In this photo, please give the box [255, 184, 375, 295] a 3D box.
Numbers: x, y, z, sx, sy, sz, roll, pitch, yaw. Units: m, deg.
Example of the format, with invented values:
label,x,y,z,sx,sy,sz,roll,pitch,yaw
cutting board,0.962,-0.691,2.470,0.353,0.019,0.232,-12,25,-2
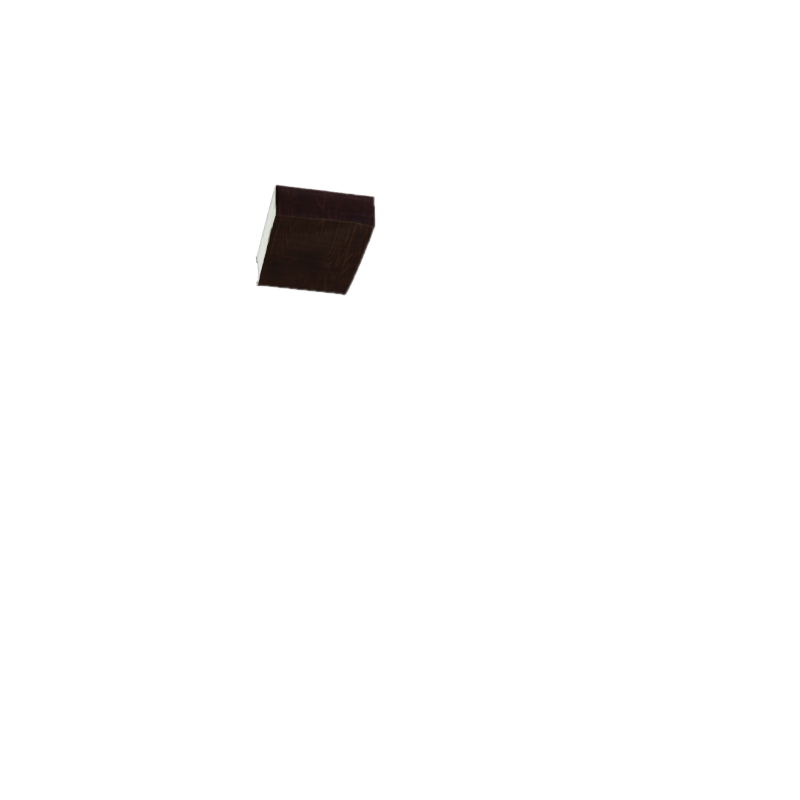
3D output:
label,x,y,z,sx,sy,sz,roll,pitch,yaw
box,-0.078,-0.142,0.996,0.088,0.042,0.108,8,-35,-12
